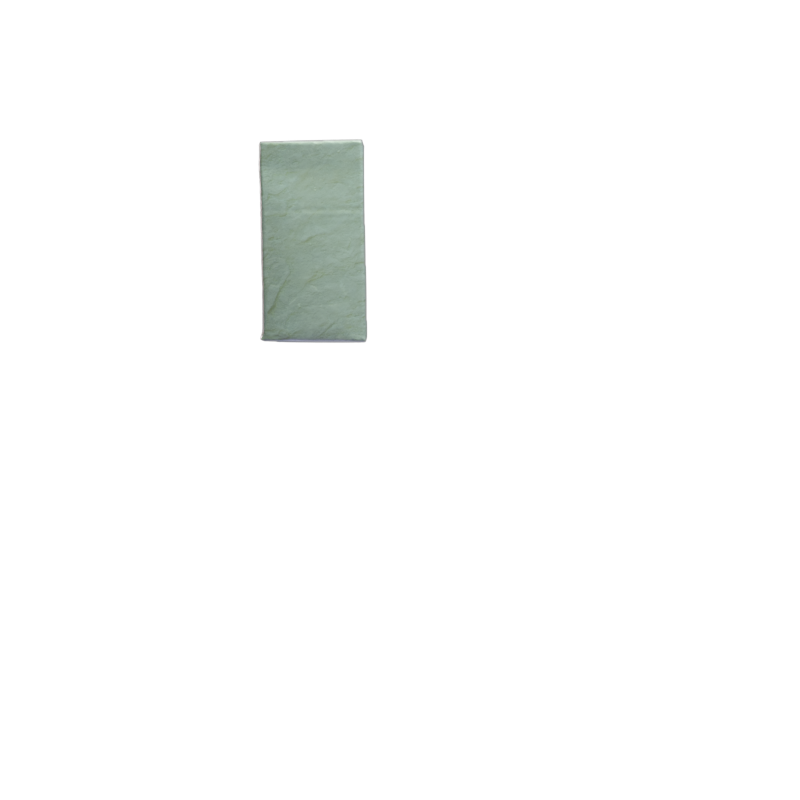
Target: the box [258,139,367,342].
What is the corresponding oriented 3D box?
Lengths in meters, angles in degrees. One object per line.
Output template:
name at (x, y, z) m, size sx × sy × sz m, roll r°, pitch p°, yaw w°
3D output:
box at (-0.076, -0.139, 0.976) m, size 0.094 × 0.178 × 0.047 m, roll 0°, pitch -3°, yaw 3°
